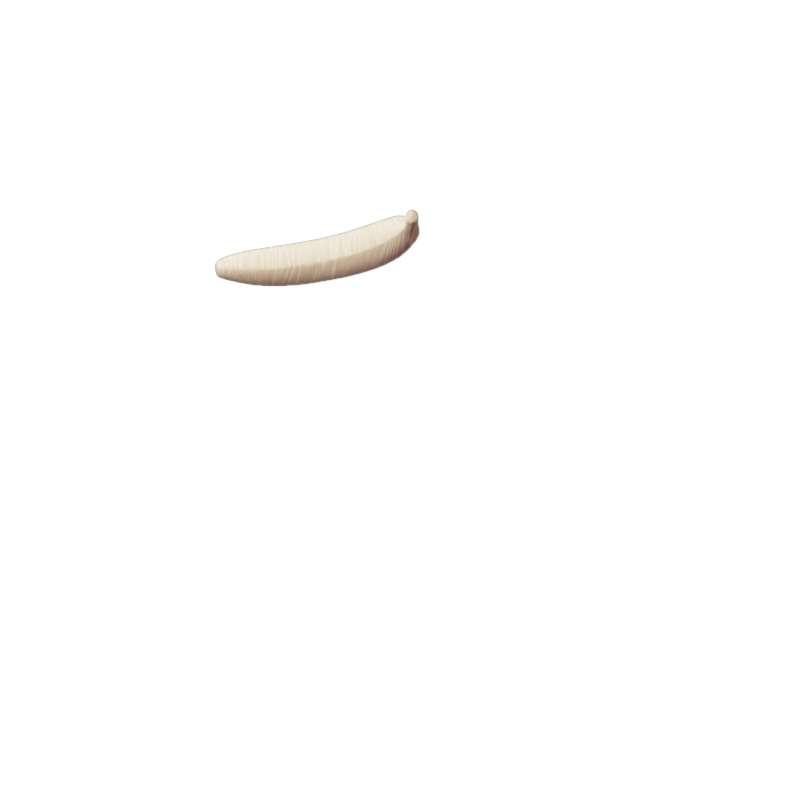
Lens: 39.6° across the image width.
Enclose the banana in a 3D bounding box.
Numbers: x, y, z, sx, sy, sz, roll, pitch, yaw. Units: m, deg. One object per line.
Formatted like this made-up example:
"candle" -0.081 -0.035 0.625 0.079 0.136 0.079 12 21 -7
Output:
"banana" -0.061 -0.128 0.947 0.201 0.039 0.065 -12 -27 26
